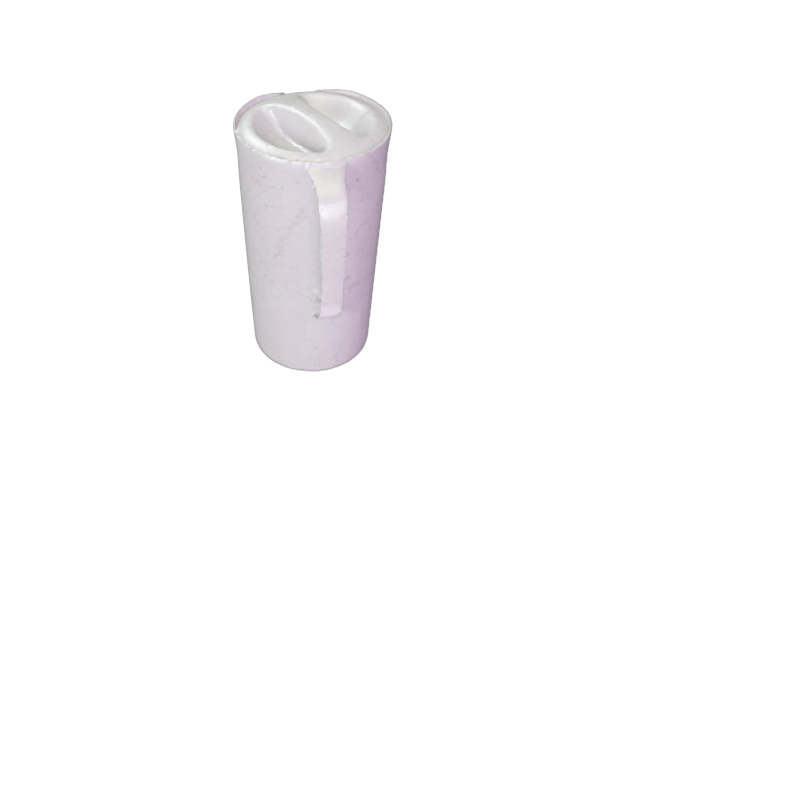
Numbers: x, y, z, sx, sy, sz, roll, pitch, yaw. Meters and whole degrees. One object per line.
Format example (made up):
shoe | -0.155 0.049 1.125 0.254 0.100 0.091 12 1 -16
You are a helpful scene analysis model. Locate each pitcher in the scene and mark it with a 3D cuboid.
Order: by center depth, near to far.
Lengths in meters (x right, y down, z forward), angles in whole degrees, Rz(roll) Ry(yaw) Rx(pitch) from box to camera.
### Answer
pitcher | -0.077 -0.140 0.981 0.152 0.227 0.152 22 42 24
